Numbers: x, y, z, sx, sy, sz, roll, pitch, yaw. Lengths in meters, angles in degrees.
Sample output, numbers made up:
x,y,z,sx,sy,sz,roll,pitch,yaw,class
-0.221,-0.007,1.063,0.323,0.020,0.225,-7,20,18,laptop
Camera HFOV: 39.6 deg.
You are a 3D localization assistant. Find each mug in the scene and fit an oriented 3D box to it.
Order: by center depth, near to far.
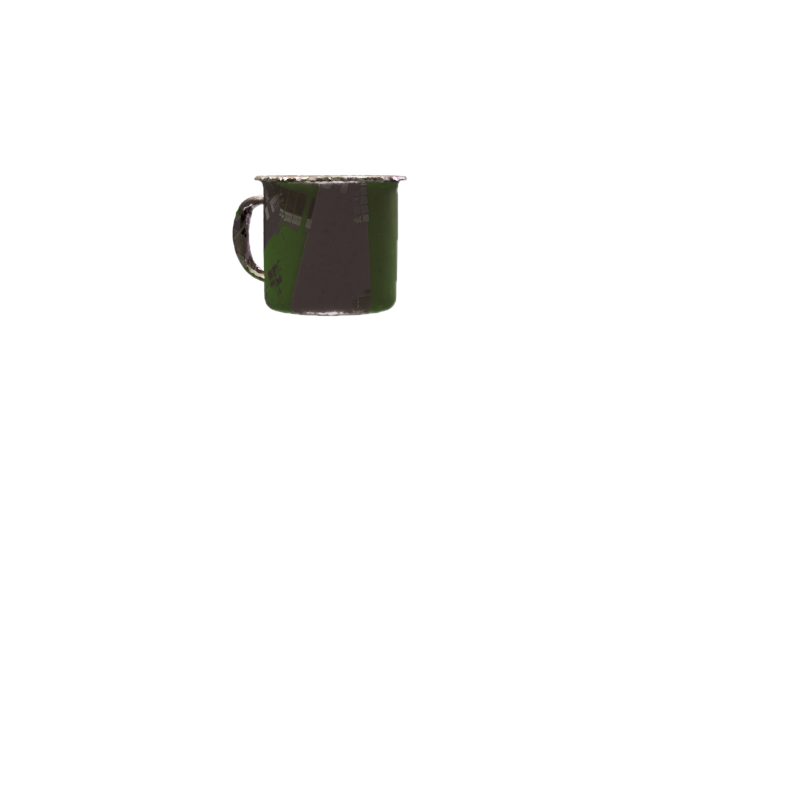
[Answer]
x,y,z,sx,sy,sz,roll,pitch,yaw,class
-0.053,-0.097,0.683,0.121,0.080,0.091,5,10,26,mug
